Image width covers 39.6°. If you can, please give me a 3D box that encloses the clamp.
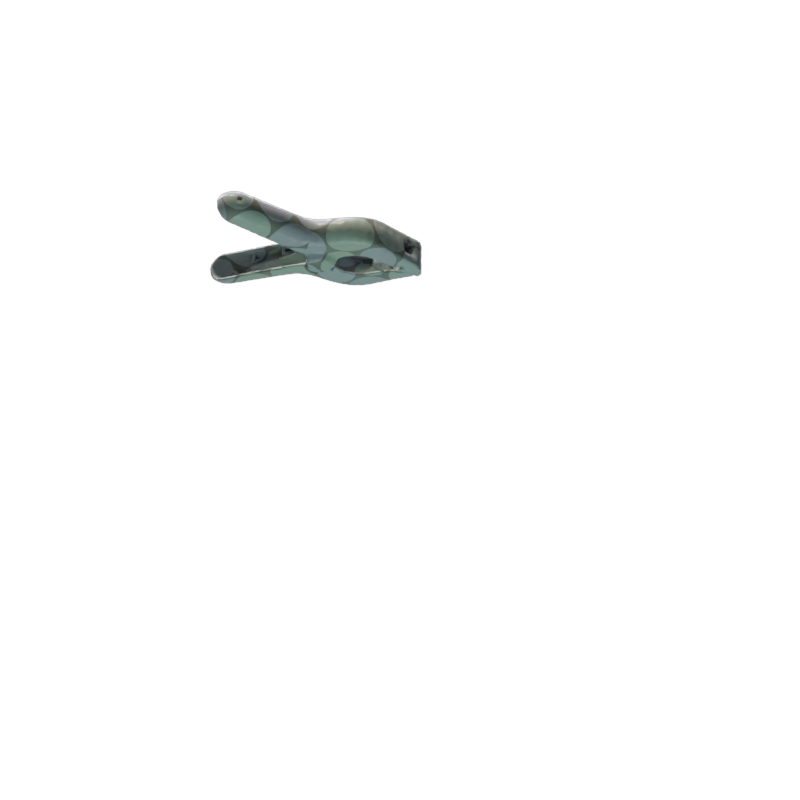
[{"bbox_3d":[-0.067,-0.123,0.861,0.171,0.041,0.115,0,-17,0],"label":"clamp"}]
